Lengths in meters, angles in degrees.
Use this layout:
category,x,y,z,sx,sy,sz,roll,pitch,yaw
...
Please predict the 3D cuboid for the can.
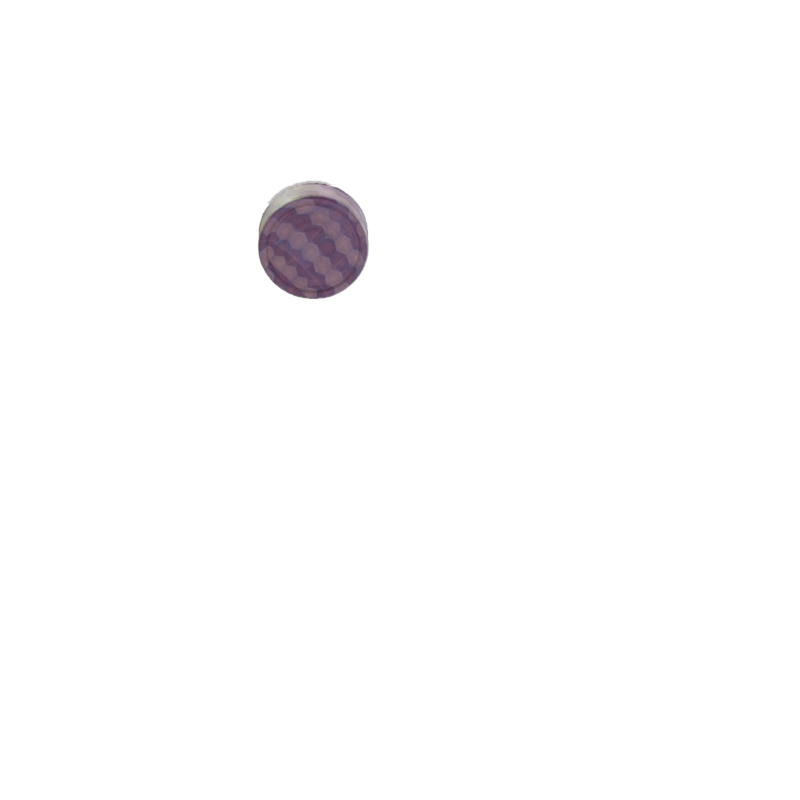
category,x,y,z,sx,sy,sz,roll,pitch,yaw
can,-0.067,-0.122,0.852,0.086,0.082,0.035,0,22,-1
